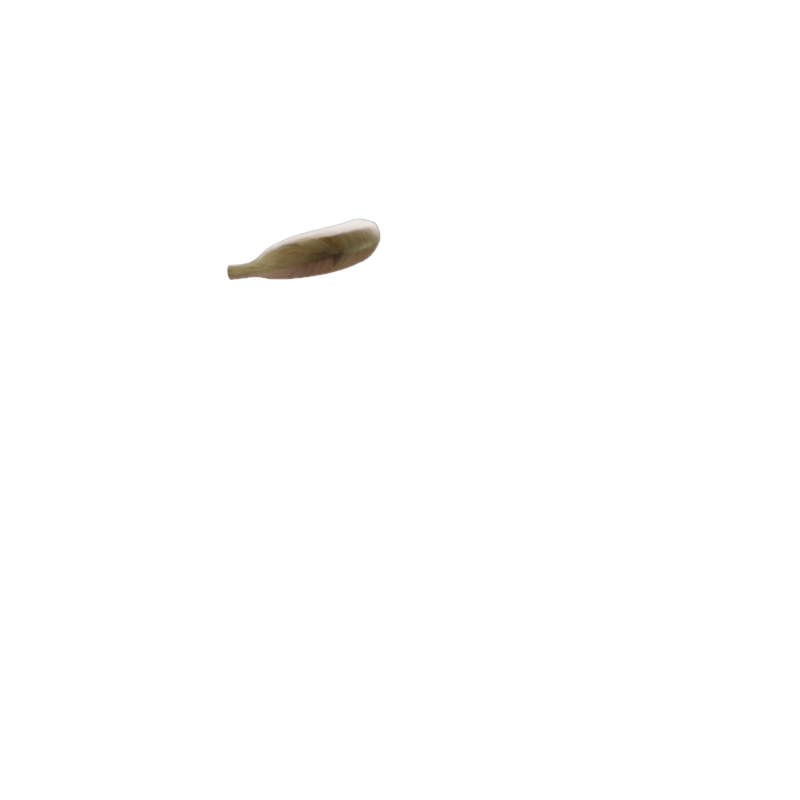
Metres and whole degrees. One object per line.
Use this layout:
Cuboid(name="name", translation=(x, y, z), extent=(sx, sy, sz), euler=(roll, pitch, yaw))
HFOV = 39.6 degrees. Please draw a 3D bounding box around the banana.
Cuboid(name="banana", translation=(-0.061, -0.133, 0.947), extent=(0.073, 0.036, 0.195), euler=(10, 20, 31))
